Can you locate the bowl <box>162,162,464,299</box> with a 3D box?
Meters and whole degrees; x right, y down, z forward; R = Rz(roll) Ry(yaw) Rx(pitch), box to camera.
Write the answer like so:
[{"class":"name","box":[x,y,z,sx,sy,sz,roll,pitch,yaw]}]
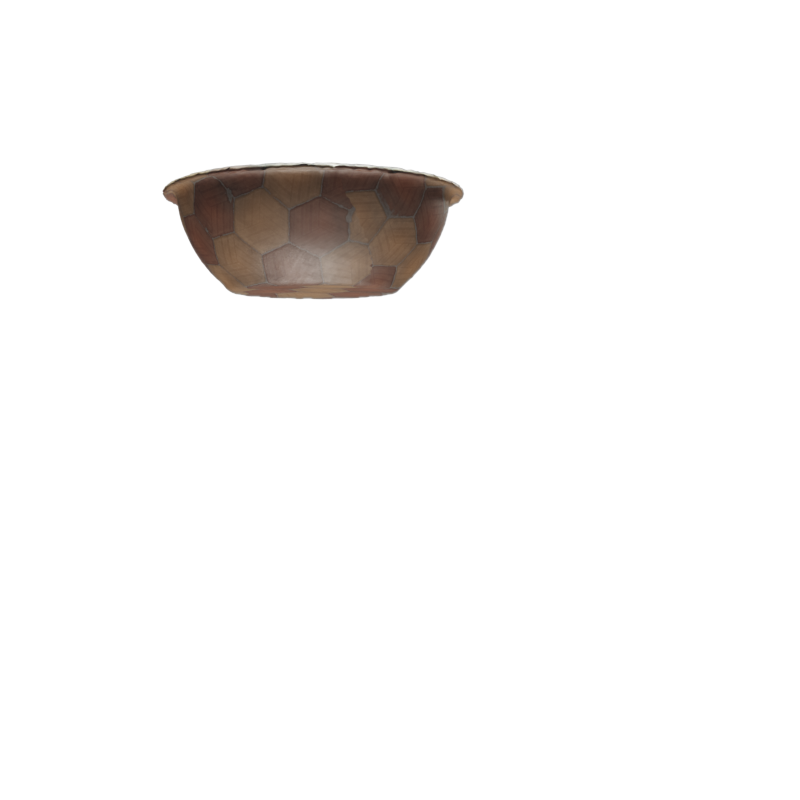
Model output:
[{"class":"bowl","box":[-0.047,-0.085,0.597,0.162,0.056,0.161,0,0,-2]}]
